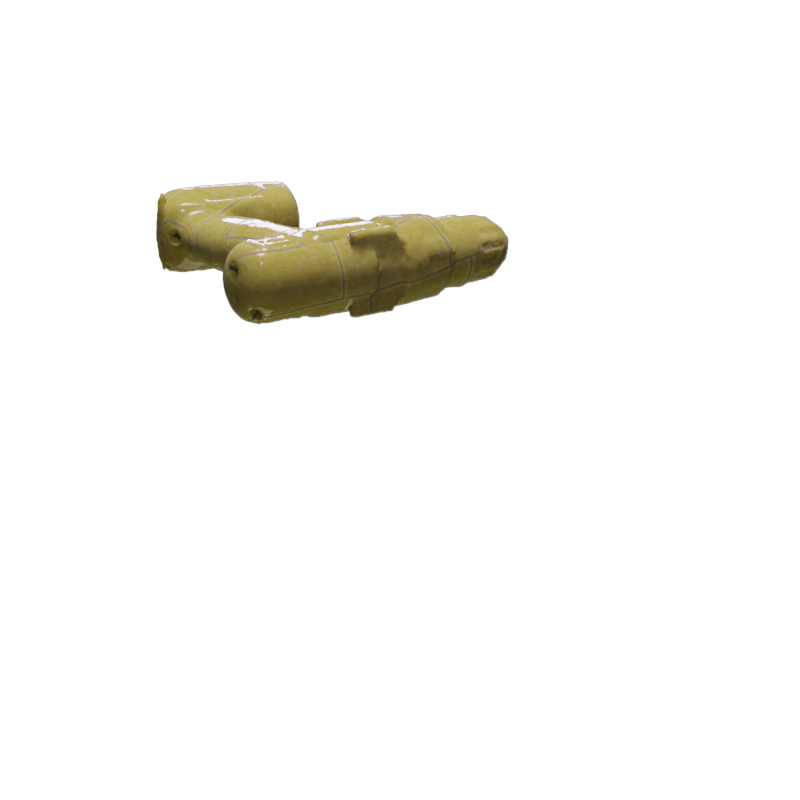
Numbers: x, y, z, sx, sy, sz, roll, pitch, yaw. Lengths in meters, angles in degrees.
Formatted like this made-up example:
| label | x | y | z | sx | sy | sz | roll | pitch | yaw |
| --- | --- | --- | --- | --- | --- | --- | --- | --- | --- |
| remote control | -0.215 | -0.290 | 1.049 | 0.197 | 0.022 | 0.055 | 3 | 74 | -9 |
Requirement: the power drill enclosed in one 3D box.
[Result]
| label | x | y | z | sx | sy | sz | roll | pitch | yaw |
| --- | --- | --- | --- | --- | --- | --- | --- | --- | --- |
| power drill | -0.054 | -0.098 | 0.685 | 0.180 | 0.056 | 0.198 | -11 | 20 | -33 |
